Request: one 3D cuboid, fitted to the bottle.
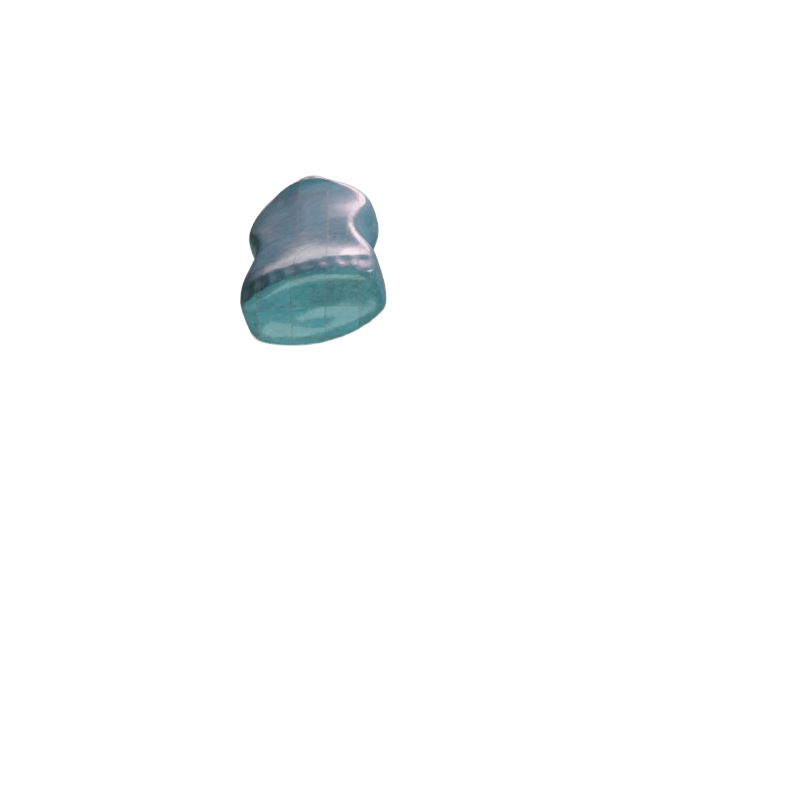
[{"bbox_3d":[-0.064,-0.116,0.813,0.096,0.054,0.204,-16,33,7],"label":"bottle"}]
